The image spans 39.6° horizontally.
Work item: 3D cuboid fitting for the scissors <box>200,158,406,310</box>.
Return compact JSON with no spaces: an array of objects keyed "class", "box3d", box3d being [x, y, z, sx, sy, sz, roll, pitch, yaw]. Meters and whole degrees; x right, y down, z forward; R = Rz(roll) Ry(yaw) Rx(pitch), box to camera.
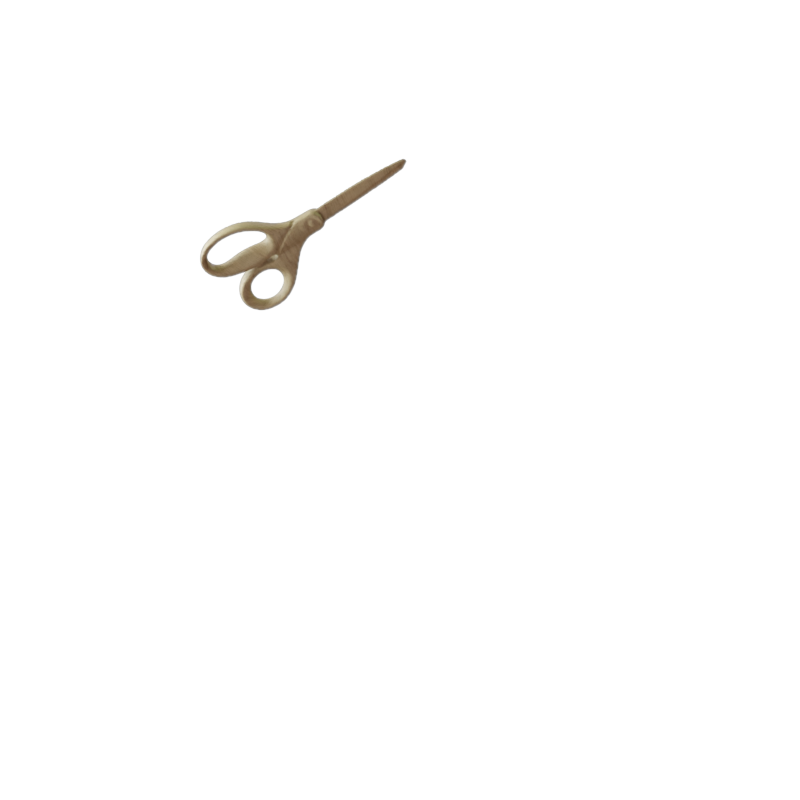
[{"class":"scissors","box3d":[-0.076,-0.139,0.973,0.203,0.090,0.017,-17,30,10]}]
